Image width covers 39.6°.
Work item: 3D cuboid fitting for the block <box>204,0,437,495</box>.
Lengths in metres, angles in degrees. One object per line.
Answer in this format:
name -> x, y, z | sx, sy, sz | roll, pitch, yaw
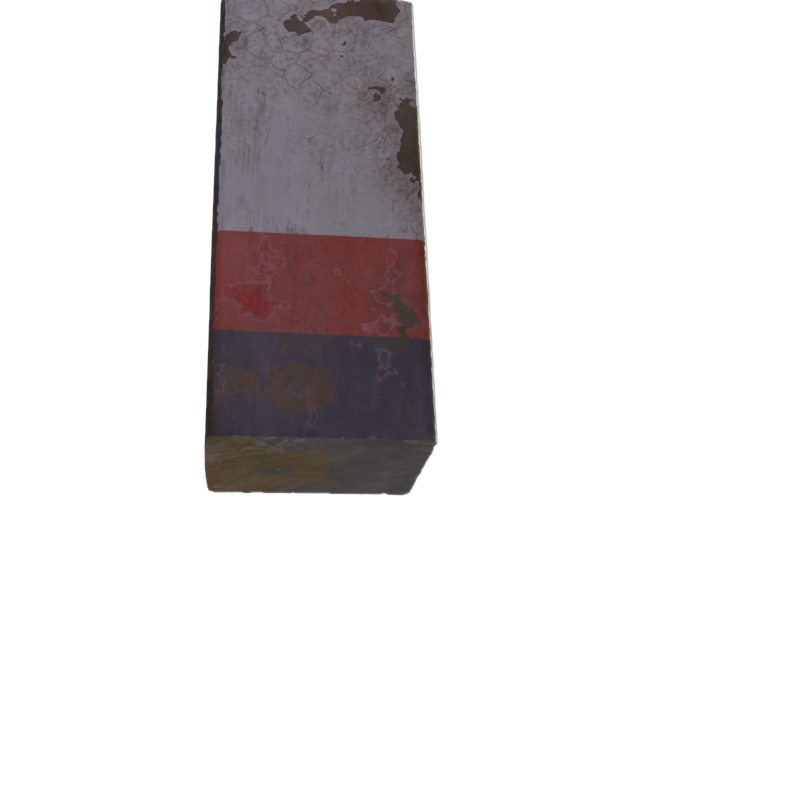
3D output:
block -> -0.039, -0.071, 0.496 | 0.090, 0.218, 0.086 | 1, -24, -6
